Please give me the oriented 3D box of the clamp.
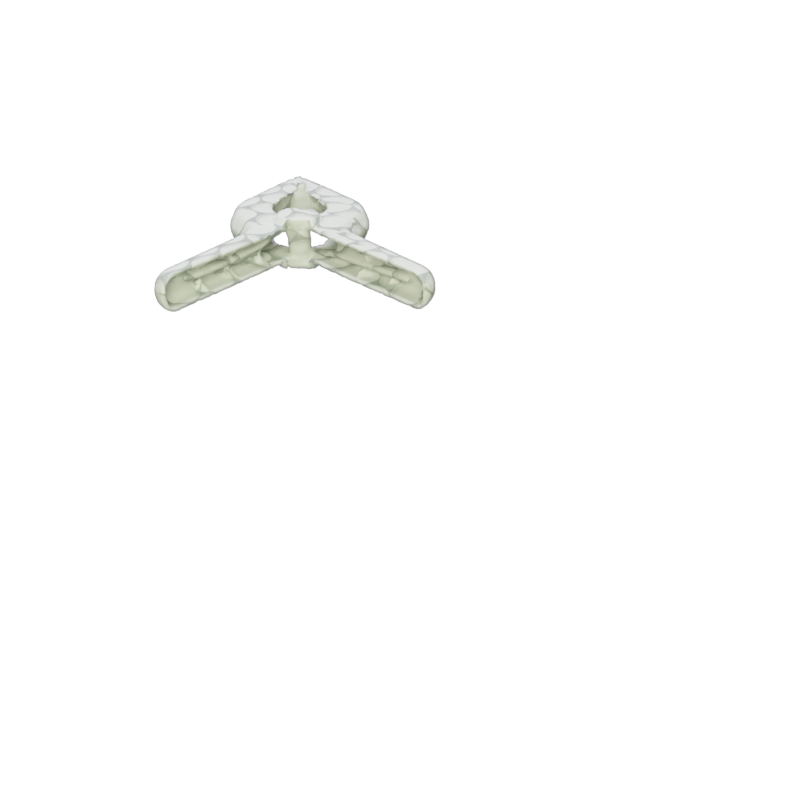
[{"bbox_3d":[-0.057,-0.104,0.732,0.166,0.035,0.219,2,26,4],"label":"clamp"}]
